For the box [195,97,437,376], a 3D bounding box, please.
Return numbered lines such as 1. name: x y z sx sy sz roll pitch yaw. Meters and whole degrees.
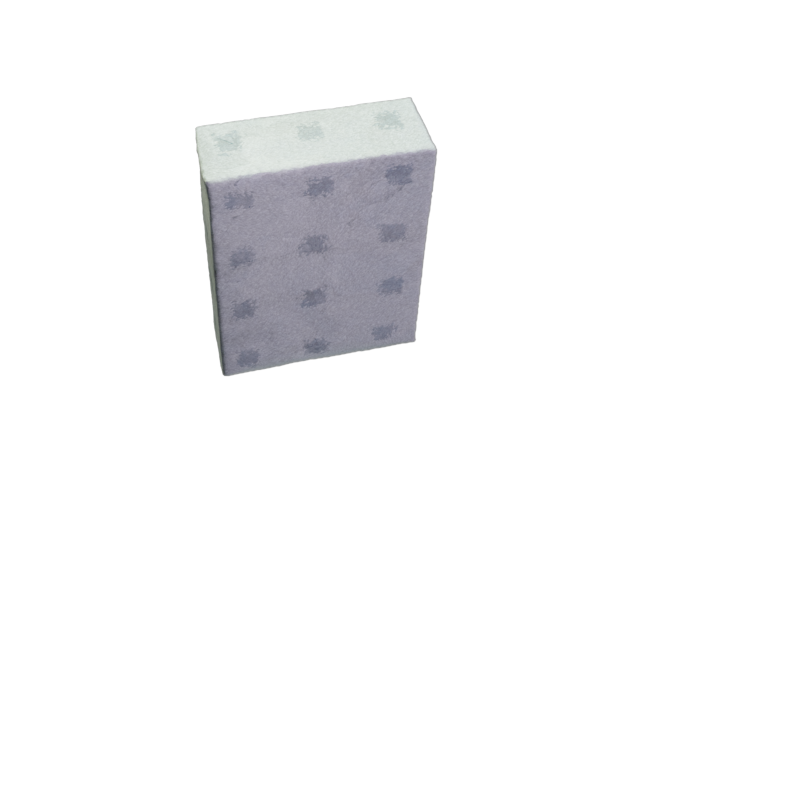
1. box: -0.066 -0.121 0.848 0.162 0.078 0.199 -9 -39 -11
